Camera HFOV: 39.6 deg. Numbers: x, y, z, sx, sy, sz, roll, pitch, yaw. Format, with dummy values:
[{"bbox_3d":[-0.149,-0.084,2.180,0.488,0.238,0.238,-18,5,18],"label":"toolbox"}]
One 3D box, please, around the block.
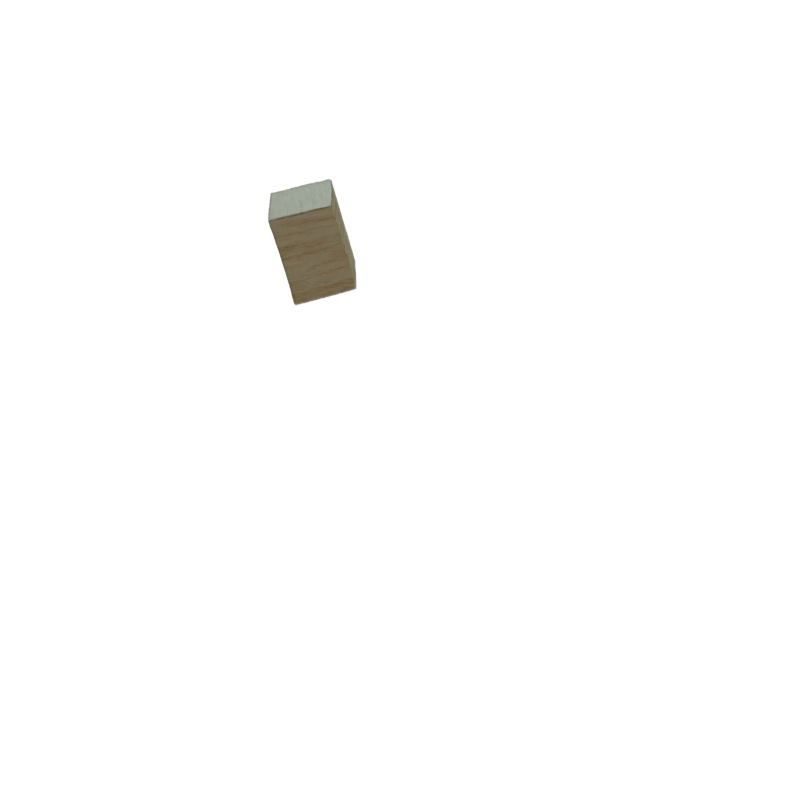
[{"bbox_3d":[-0.069,-0.125,0.875,0.053,0.073,0.054,-13,29,5],"label":"block"}]
